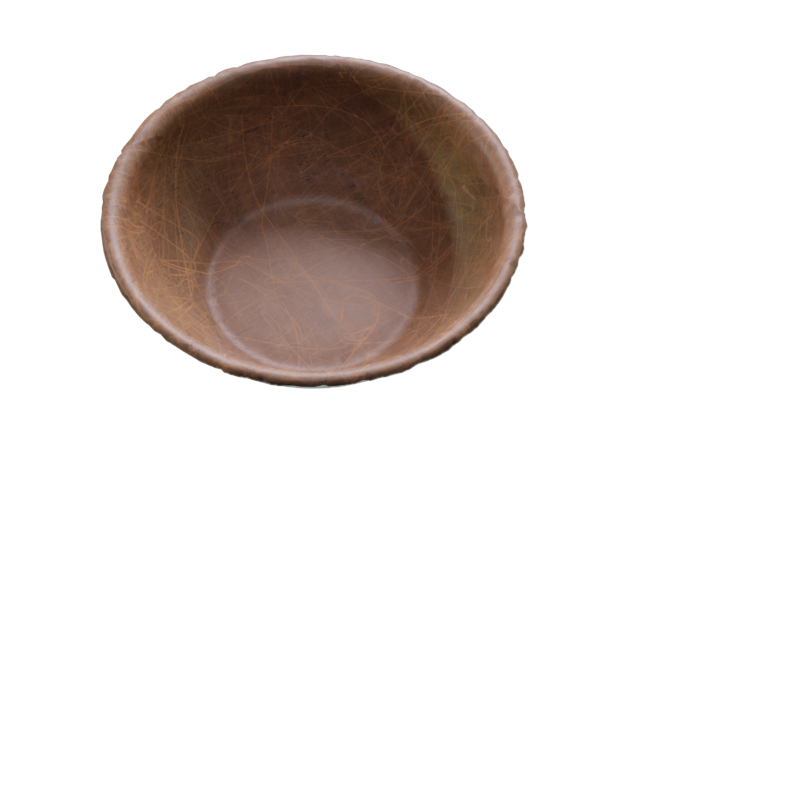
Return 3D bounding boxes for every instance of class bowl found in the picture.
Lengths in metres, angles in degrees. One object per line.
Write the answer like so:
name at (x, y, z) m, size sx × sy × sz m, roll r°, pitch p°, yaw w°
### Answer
bowl at (-0.035, -0.063, 0.443) m, size 0.162 × 0.173 × 0.051 m, roll -1°, pitch -35°, yaw -1°
